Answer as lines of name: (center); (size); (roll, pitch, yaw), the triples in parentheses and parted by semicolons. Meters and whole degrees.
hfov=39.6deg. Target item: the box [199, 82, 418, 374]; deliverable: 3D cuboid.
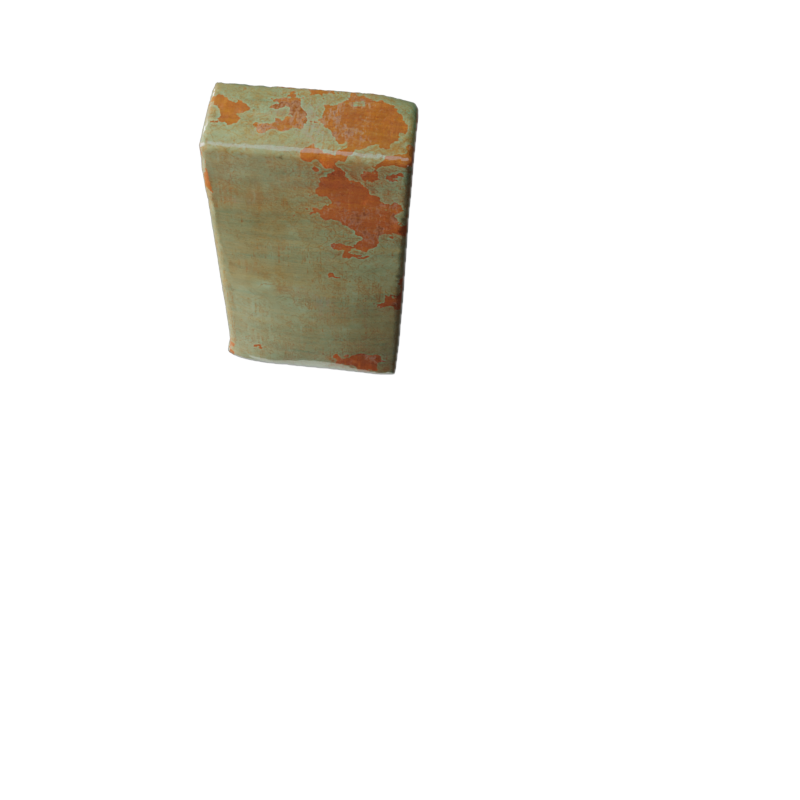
box: (-0.042, -0.078, 0.542); (0.094, 0.051, 0.165); (7, -34, 2)
